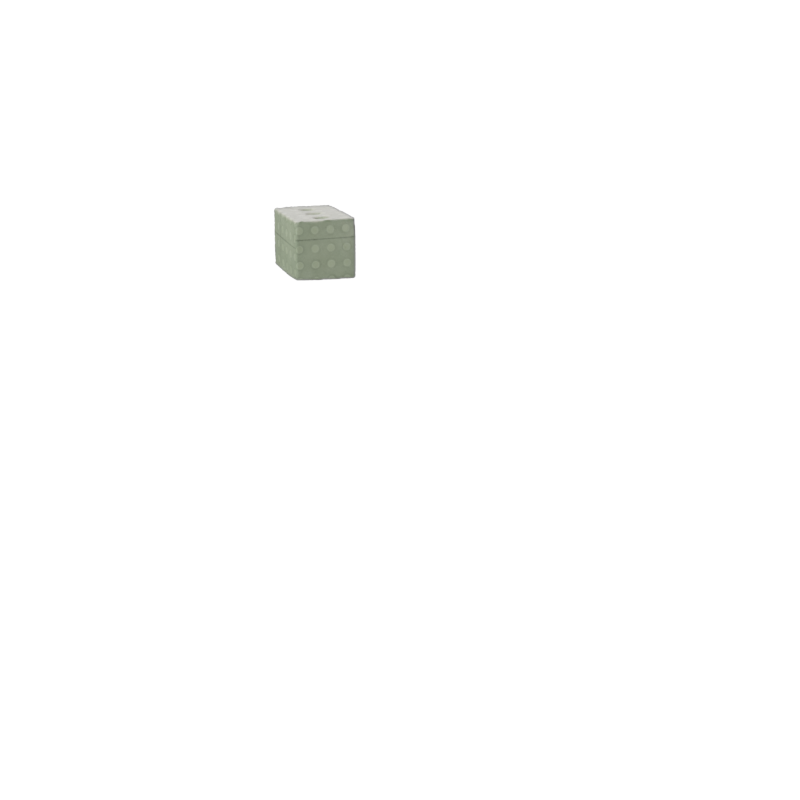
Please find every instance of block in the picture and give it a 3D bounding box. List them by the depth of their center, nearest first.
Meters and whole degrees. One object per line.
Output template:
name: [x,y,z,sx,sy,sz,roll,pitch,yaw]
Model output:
block: [-0.074,-0.136,0.950,0.052,0.050,0.082,-5,17,-19]
